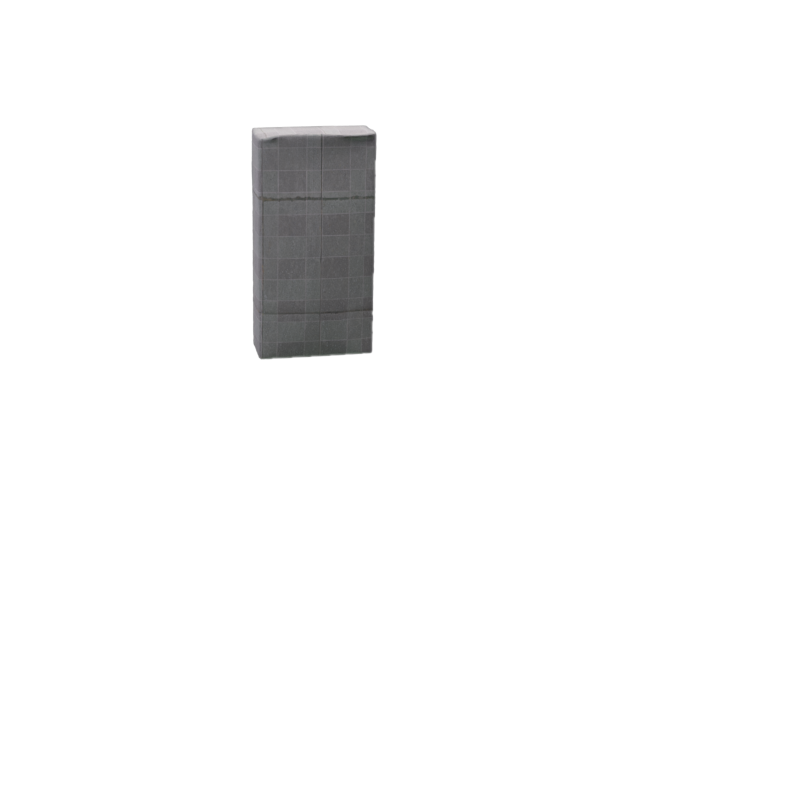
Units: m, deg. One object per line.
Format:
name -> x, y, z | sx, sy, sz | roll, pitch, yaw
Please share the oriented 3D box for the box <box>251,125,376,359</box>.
box -> -0.067, -0.123, 0.859 | 0.092, 0.169, 0.051 | -3, 18, -11
